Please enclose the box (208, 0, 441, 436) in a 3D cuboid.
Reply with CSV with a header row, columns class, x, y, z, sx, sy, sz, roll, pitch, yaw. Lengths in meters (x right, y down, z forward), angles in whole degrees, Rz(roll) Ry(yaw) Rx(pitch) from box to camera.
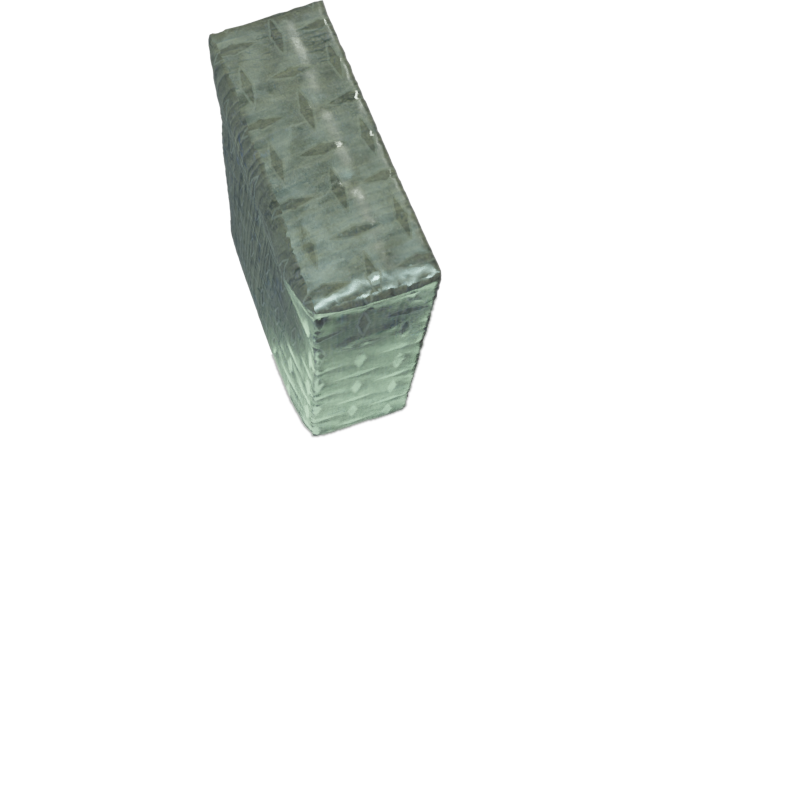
class,x,y,z,sx,sy,sz,roll,pitch,yaw
box,-0.049,-0.089,0.620,0.071,0.173,0.204,-18,-18,-10
